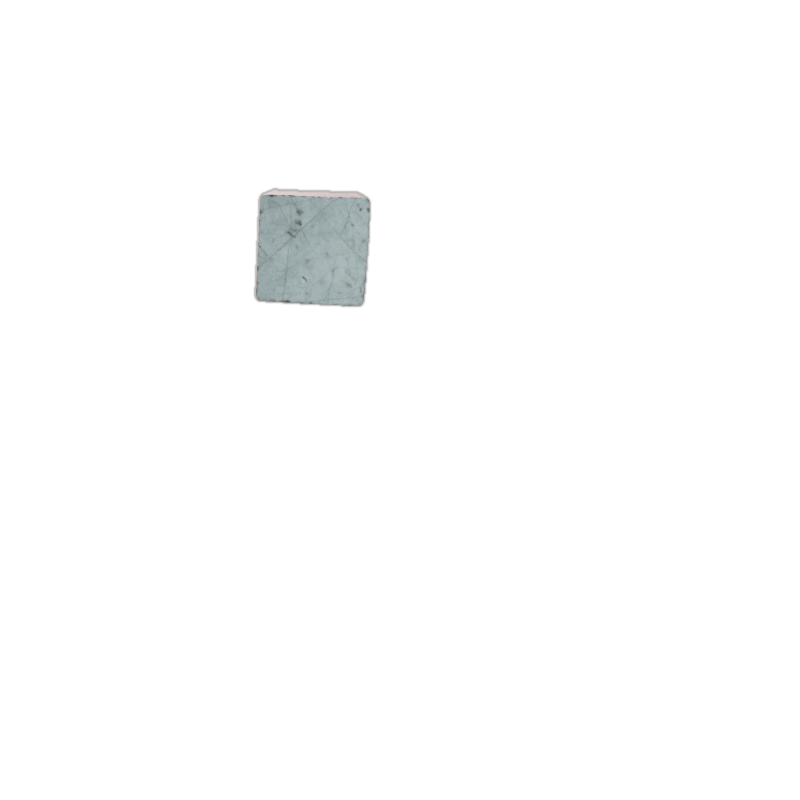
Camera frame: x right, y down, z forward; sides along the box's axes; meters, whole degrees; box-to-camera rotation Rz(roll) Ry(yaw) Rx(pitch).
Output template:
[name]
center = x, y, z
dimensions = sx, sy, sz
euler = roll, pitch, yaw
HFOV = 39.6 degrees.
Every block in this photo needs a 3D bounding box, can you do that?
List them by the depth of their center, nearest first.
[block]
center = -0.077, -0.141, 0.993
dimensions = 0.090, 0.089, 0.210
euler = 3, 10, -4
